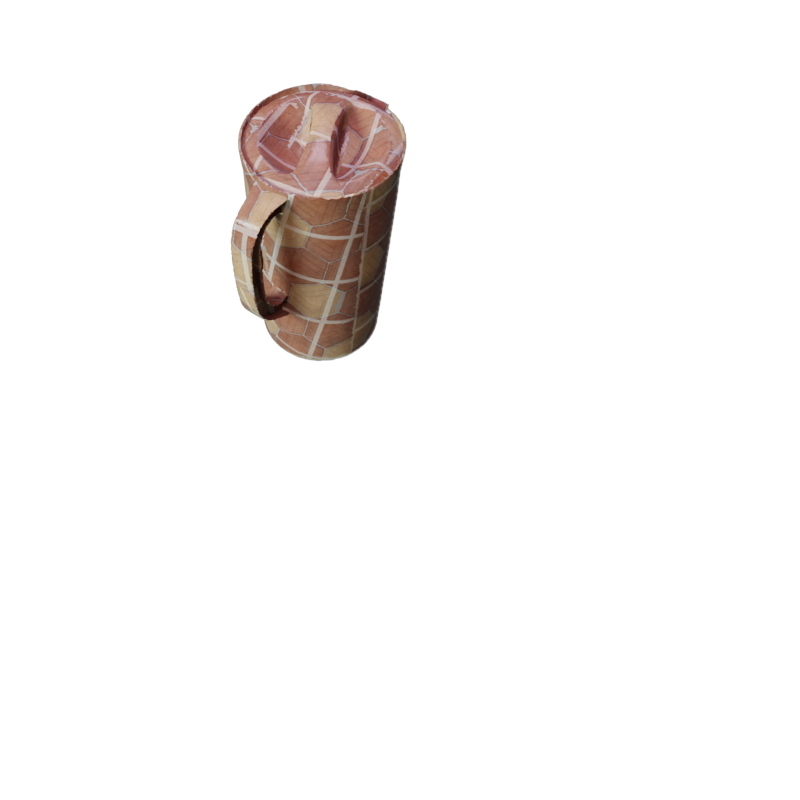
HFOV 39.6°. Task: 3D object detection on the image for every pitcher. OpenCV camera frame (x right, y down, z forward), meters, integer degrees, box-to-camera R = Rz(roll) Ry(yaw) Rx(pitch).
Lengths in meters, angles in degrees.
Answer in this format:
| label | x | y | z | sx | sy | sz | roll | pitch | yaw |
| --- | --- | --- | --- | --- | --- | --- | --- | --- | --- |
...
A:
| label | x | y | z | sx | sy | sz | roll | pitch | yaw |
| --- | --- | --- | --- | --- | --- | --- | --- | --- | --- |
| pitcher | -0.075 | -0.136 | 0.955 | 0.148 | 0.156 | 0.227 | -7 | -37 | -9 |
